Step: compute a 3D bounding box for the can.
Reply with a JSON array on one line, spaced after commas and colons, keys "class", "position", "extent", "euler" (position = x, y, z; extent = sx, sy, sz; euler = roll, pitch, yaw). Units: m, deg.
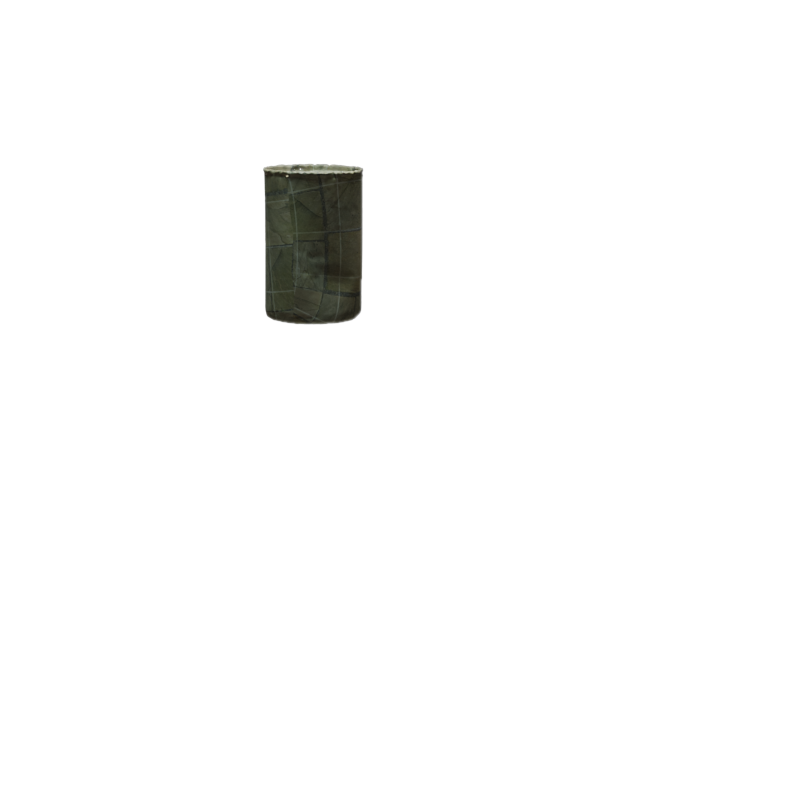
[{"class": "can", "position": [-0.059, -0.108, 0.759], "extent": [0.068, 0.100, 0.070], "euler": [0, 11, -2]}]
